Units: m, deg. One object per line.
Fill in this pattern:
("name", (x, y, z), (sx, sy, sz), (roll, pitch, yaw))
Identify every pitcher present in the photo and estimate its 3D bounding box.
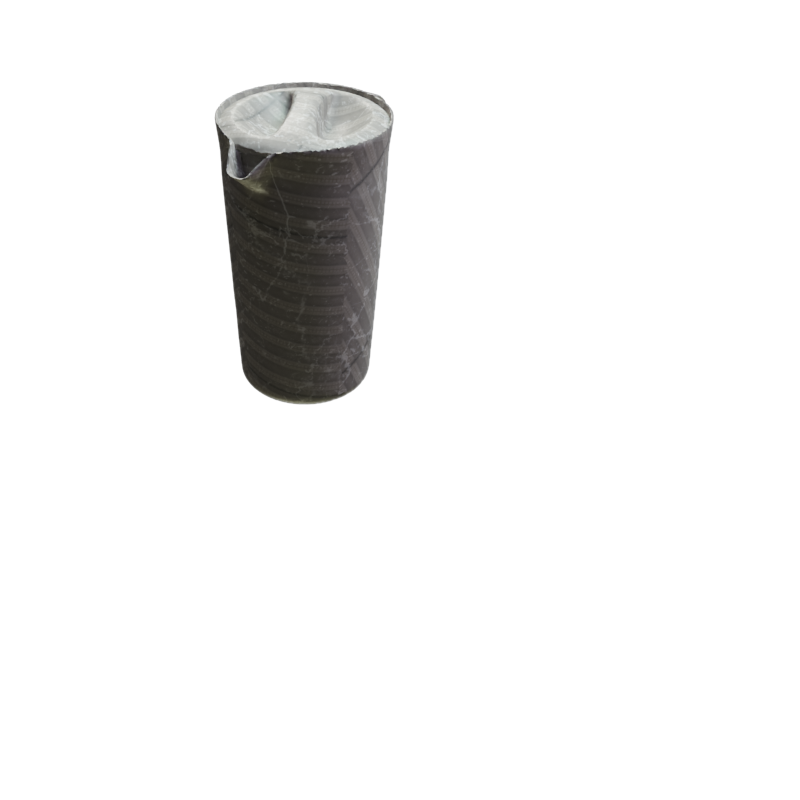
("pitcher", (-0.069, -0.127, 0.888), (0.147, 0.228, 0.156), (-6, 34, -12))
